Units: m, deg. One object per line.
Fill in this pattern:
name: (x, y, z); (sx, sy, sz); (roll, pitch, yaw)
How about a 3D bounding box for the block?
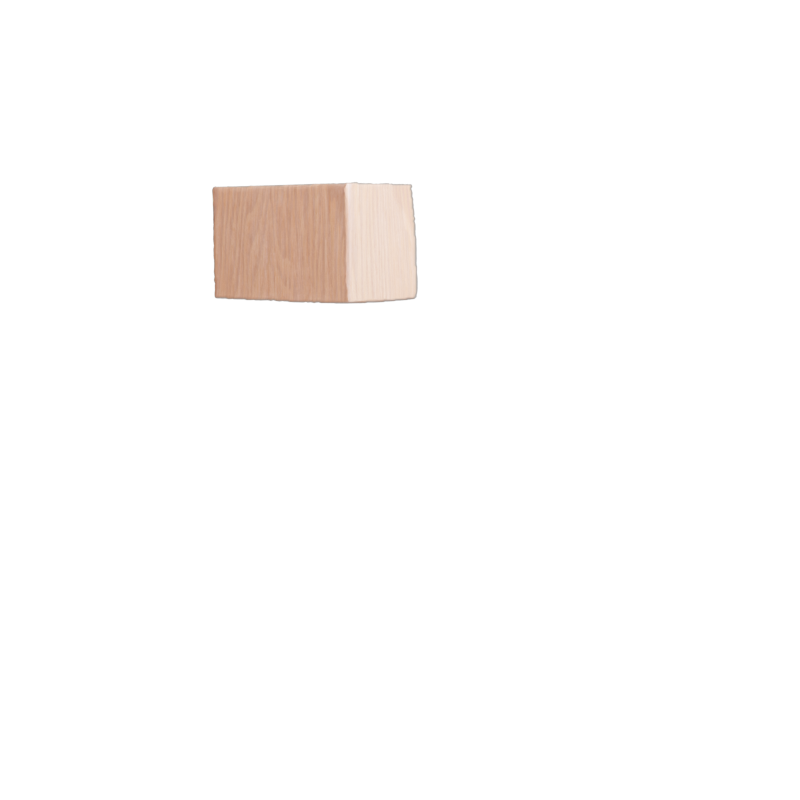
block: (-0.039, -0.070, 0.493); (0.081, 0.051, 0.051); (4, 6, 34)
